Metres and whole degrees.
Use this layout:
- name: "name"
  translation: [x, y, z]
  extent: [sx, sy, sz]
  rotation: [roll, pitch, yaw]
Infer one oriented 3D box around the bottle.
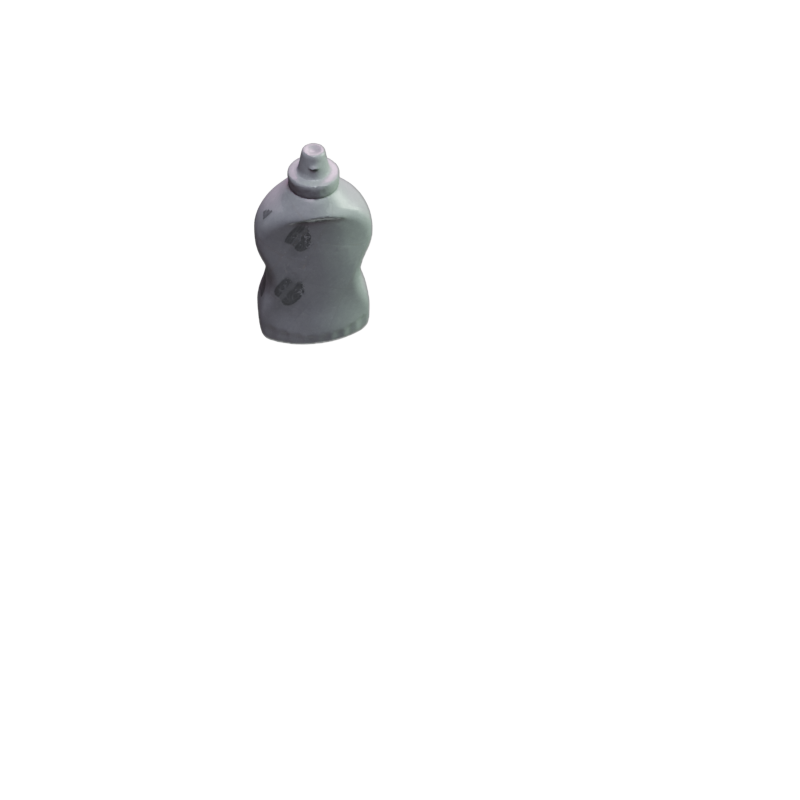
- name: "bottle"
  translation: [-0.071, -0.130, 0.911]
  extent: [0.095, 0.063, 0.179]
  rotation: [-4, -44, -7]
